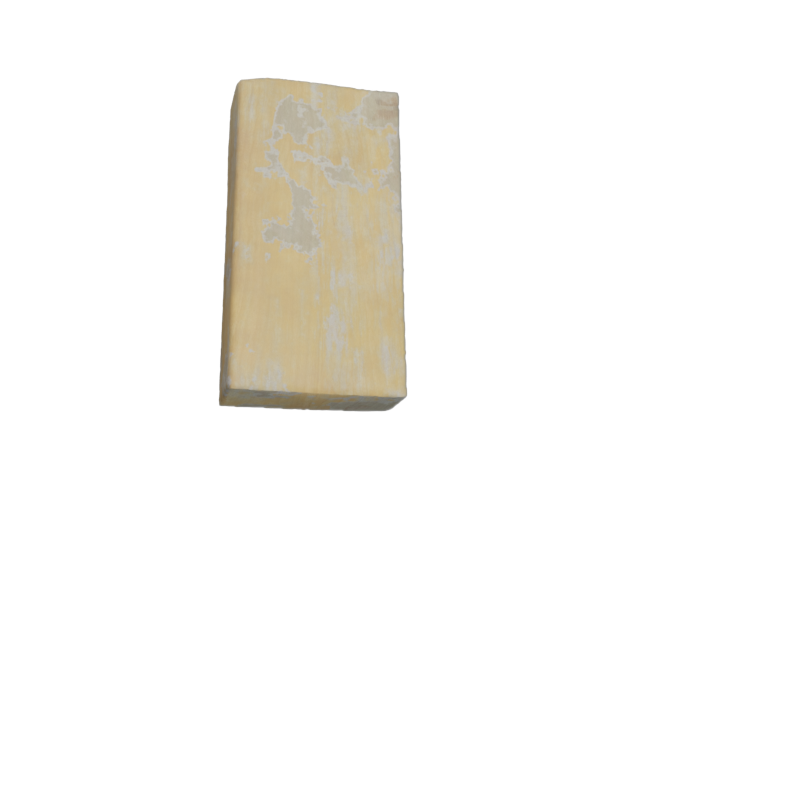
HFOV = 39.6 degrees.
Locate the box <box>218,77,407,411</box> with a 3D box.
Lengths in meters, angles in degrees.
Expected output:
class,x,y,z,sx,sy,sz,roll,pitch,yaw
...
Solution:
class,x,y,z,sx,sy,sz,roll,pitch,yaw
box,-0.046,-0.085,0.592,0.092,0.184,0.047,3,-20,-12
